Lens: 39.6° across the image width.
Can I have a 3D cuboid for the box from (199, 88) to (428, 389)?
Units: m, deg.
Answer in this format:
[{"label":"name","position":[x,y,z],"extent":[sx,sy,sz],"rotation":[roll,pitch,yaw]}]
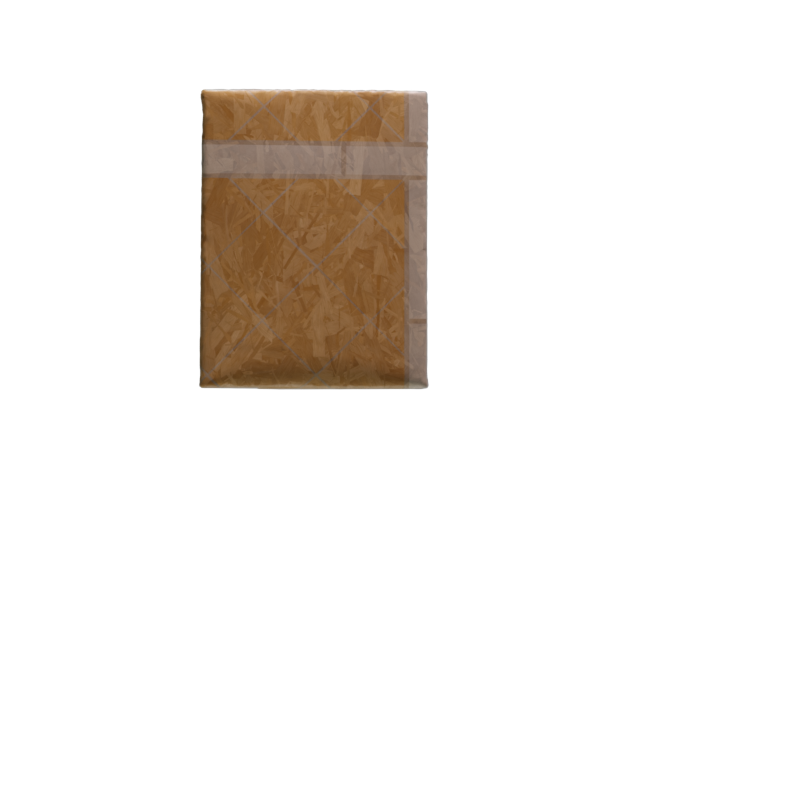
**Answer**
[{"label":"box","position":[-0.064,-0.116,0.814],"extent":[0.163,0.216,0.071],"rotation":[0,-3,-4]}]
